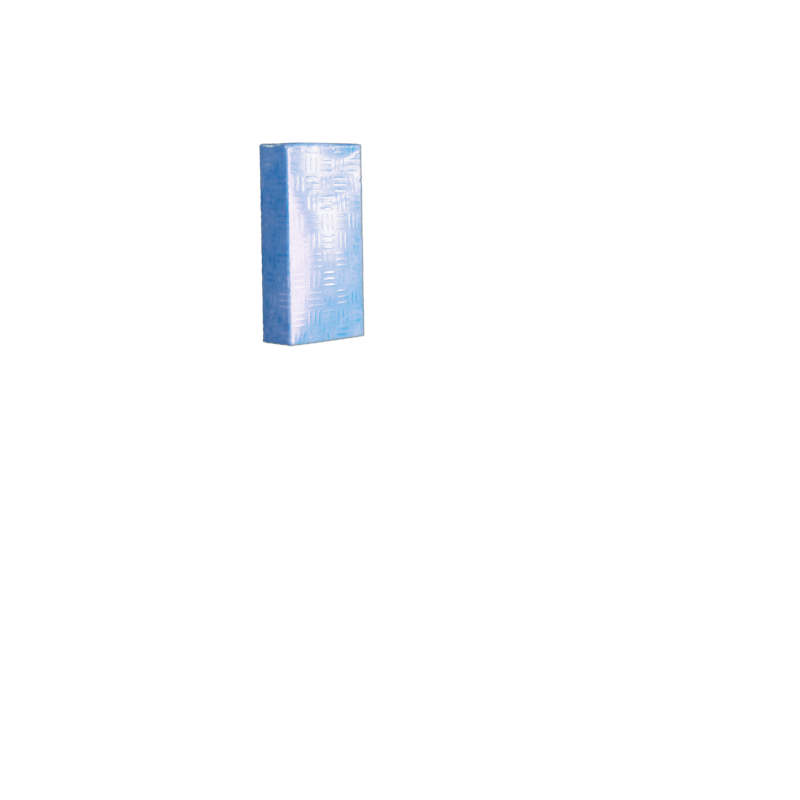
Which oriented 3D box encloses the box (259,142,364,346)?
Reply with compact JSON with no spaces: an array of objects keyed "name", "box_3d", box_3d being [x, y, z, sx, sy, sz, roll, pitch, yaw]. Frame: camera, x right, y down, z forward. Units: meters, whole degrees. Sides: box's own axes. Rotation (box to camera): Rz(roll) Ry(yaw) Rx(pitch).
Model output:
[{"name":"box","box_3d":[-0.077,-0.141,0.990,0.090,0.174,0.050,-6,8,-44]}]
